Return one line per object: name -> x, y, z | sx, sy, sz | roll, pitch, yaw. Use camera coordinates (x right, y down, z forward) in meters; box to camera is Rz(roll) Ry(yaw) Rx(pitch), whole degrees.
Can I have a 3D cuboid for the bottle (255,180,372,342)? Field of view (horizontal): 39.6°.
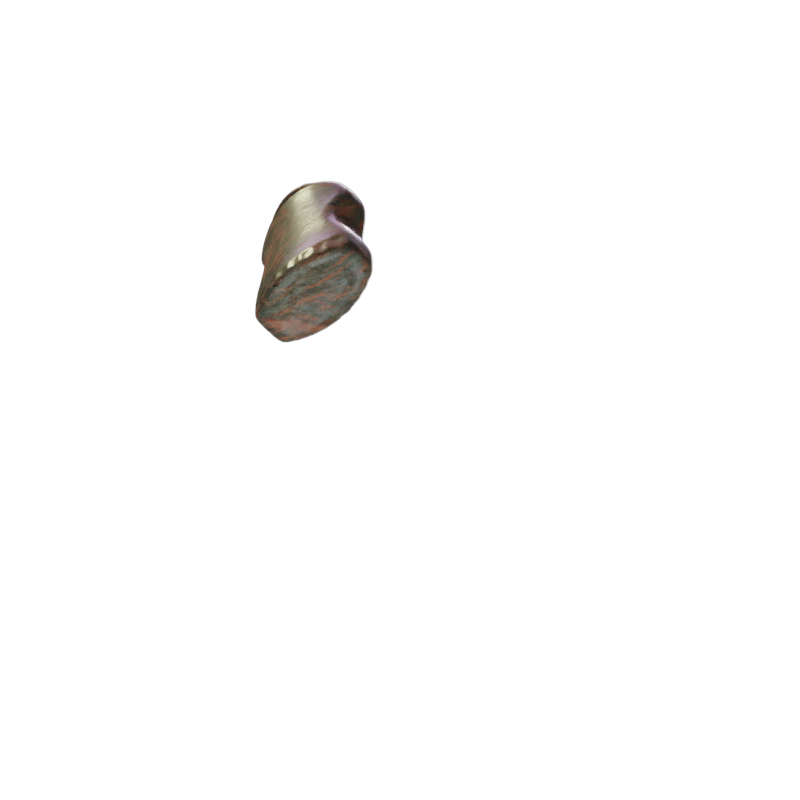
bottle -> -0.071, -0.129, 0.904 | 0.095, 0.055, 0.204 | -39, 27, 18
